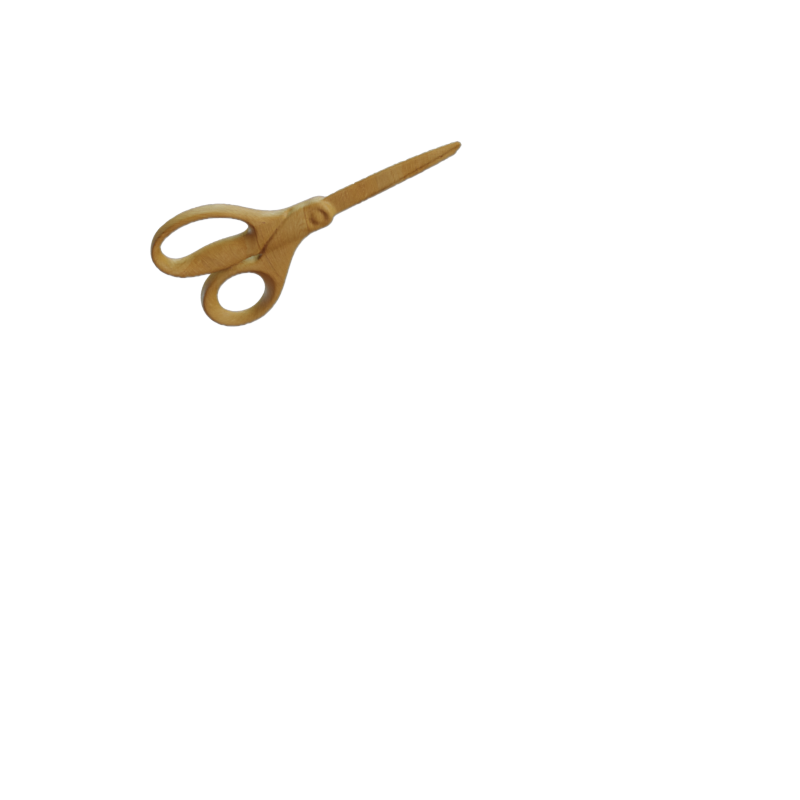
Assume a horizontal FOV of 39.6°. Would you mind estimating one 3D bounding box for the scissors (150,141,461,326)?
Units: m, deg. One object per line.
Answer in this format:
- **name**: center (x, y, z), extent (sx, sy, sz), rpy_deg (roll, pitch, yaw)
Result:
- **scissors**: center (-0.054, -0.098, 0.689), extent (0.203, 0.089, 0.017), rpy_deg (-10, 34, 7)
